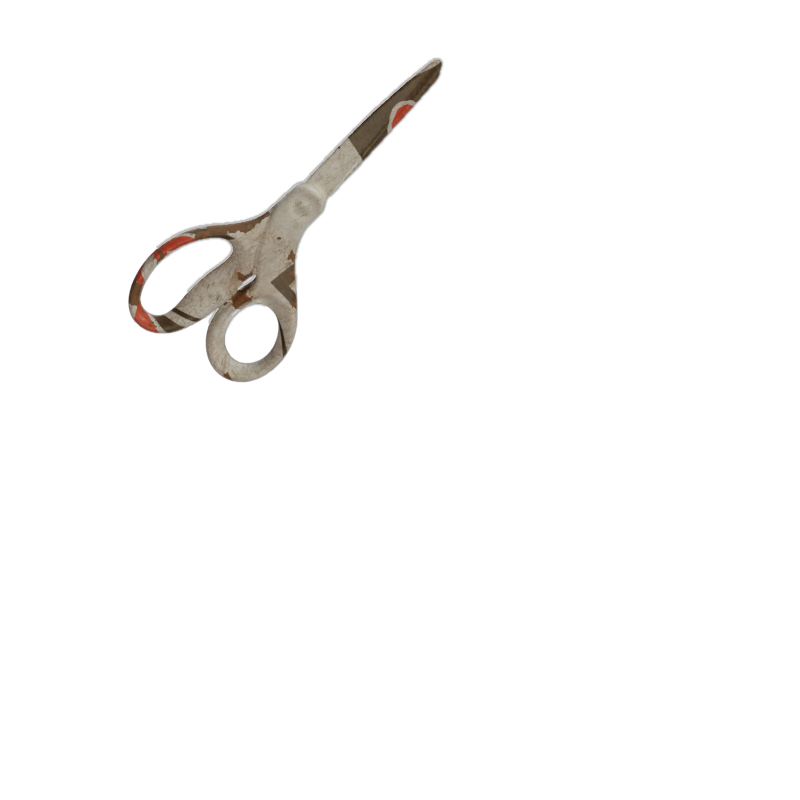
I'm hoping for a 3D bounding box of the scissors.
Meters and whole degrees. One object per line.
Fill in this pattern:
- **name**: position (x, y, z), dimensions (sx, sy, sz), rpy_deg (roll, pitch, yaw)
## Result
- **scissors**: position (-0.044, -0.080, 0.564), dimensions (0.201, 0.092, 0.016), rpy_deg (-29, 16, 9)
